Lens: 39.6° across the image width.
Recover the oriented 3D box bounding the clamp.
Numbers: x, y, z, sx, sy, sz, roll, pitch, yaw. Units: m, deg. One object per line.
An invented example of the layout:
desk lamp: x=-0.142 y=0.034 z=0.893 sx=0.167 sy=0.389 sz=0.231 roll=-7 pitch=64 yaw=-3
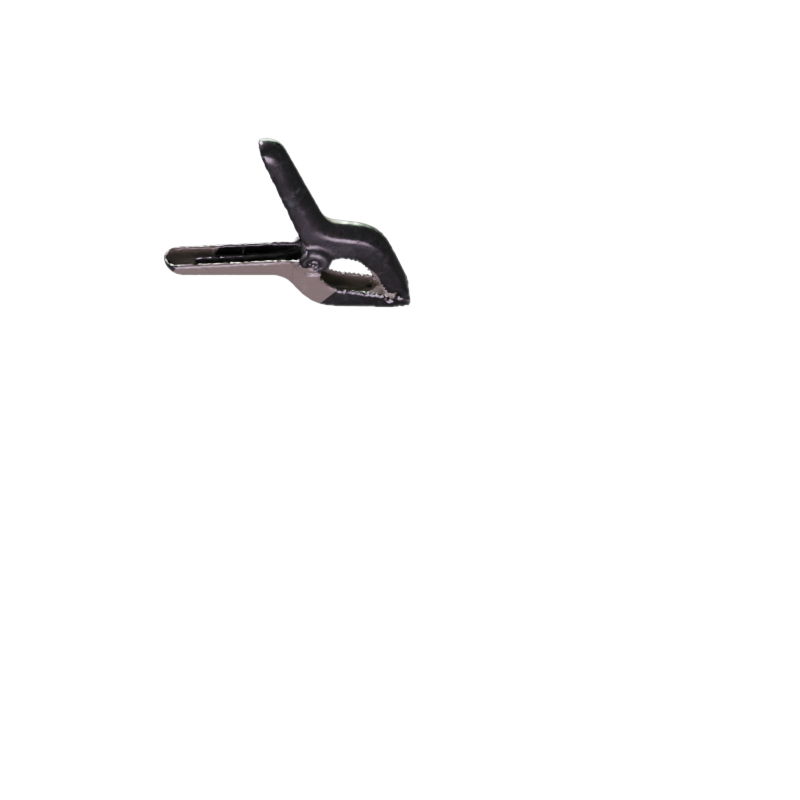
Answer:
clamp: x=-0.073 y=-0.133 z=0.933 sx=0.202 sy=0.039 sz=0.159 roll=19 pitch=-43 yaw=-22
